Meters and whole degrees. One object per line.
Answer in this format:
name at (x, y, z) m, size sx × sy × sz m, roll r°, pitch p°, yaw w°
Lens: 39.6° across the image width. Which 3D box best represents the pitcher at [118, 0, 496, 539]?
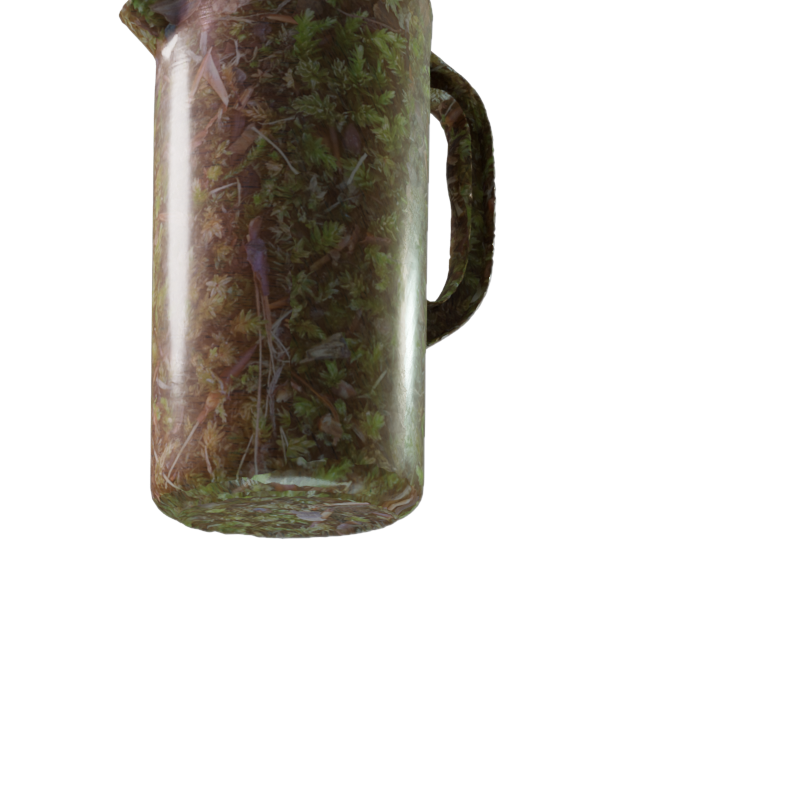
pitcher at (-0.038, -0.070, 0.487) m, size 0.151 × 0.256 × 0.136 m, roll -7°, pitch -23°, yaw 14°
